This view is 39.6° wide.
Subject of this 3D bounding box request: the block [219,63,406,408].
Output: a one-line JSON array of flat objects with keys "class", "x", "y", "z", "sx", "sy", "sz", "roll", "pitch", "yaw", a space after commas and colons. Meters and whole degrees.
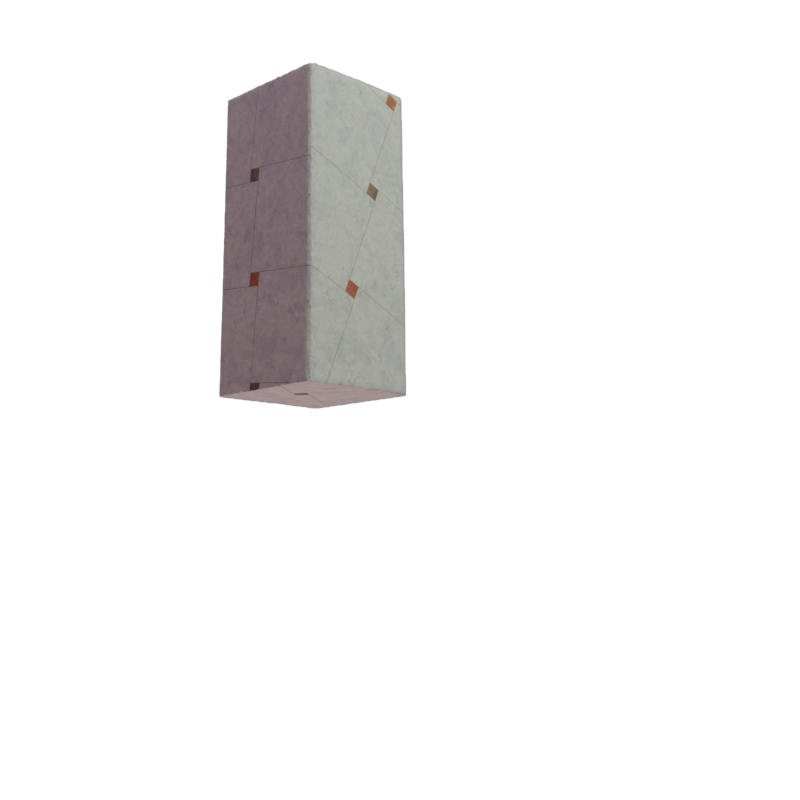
[{"class": "block", "x": -0.057, "y": -0.105, "z": 0.739, "sx": 0.092, "sy": 0.214, "sz": 0.085, "roll": -15, "pitch": -20, "yaw": 43}]
